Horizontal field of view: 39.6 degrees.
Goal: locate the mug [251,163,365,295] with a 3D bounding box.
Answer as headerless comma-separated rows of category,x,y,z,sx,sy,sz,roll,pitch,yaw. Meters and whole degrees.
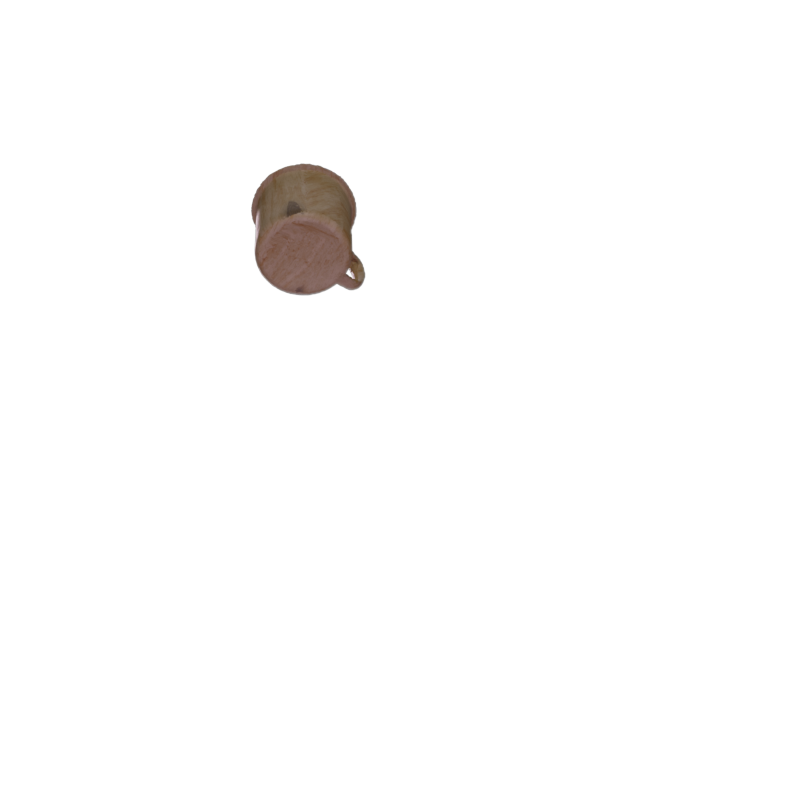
mug,-0.074,-0.136,0.951,0.092,0.111,0.087,-38,27,21
